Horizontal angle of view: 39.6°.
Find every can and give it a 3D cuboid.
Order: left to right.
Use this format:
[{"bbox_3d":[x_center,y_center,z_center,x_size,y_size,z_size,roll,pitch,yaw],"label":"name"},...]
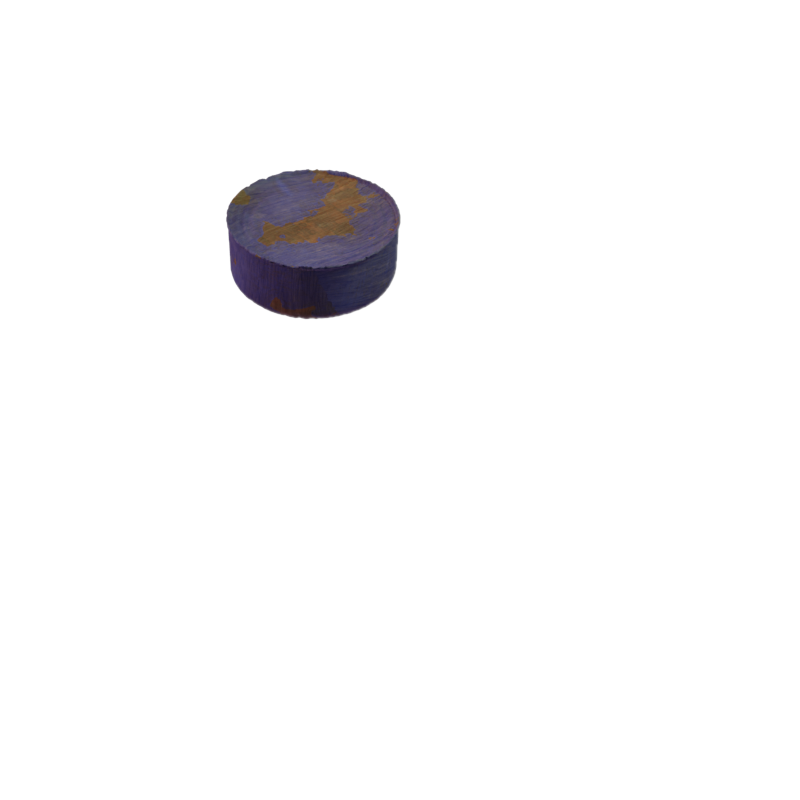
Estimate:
[{"bbox_3d":[-0.043,-0.079,0.554,0.086,0.031,0.092,-1,40,-2],"label":"can"}]
